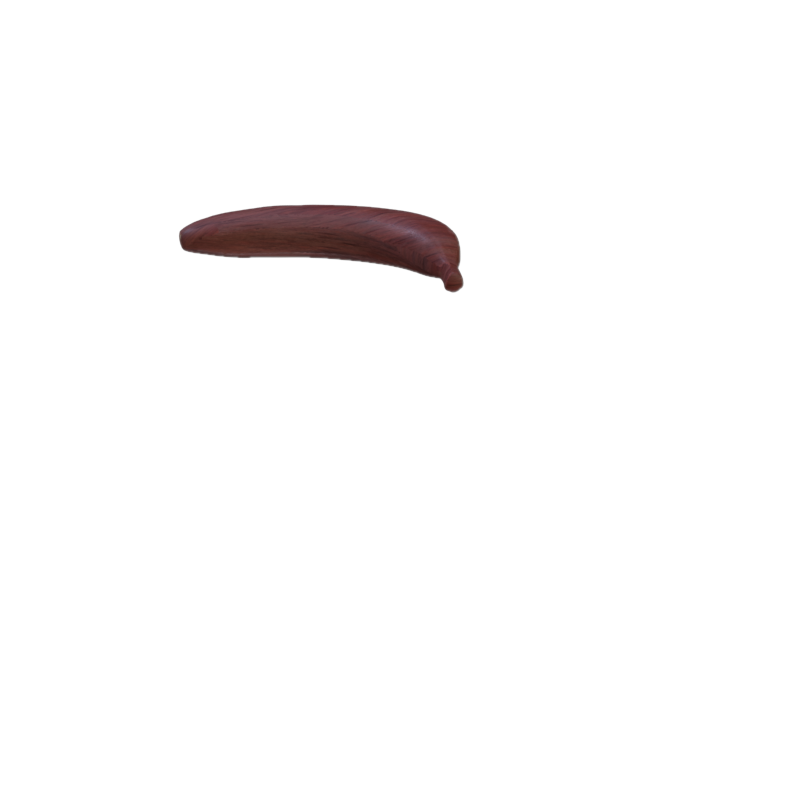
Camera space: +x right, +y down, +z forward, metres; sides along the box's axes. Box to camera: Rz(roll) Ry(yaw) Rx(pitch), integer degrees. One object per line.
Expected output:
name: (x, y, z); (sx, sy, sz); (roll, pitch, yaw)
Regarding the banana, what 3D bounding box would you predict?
banana: (-0.042, -0.103, 0.699); (0.206, 0.035, 0.069); (10, 20, 26)
